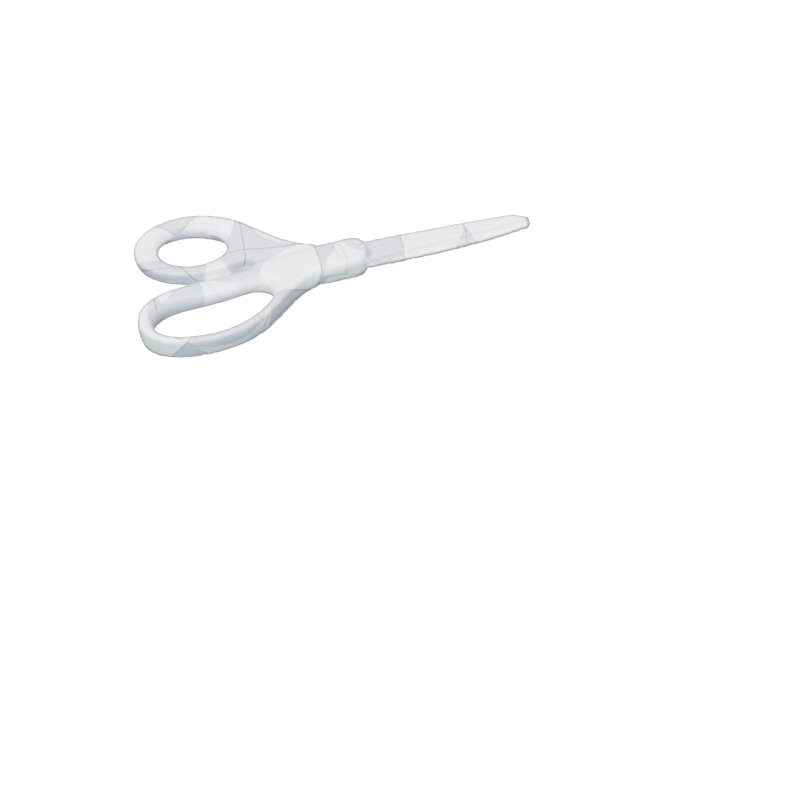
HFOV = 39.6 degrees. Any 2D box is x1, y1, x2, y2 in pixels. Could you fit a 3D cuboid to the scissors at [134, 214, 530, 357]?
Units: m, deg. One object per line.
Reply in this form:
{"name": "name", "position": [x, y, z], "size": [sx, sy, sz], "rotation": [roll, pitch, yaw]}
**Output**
{"name": "scissors", "position": [-0.043, -0.079, 0.551], "size": [0.201, 0.015, 0.104], "rotation": [-26, 51, -24]}
